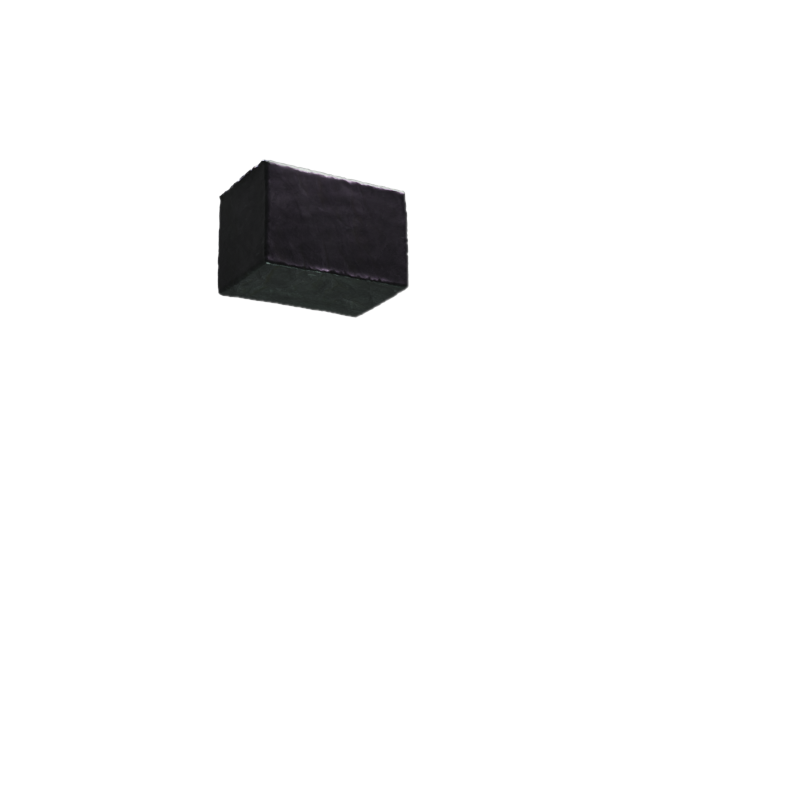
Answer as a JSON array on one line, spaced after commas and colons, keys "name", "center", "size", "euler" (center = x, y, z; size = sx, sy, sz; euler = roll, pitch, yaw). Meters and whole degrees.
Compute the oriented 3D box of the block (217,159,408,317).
[{"name": "block", "center": [-0.041, -0.075, 0.528], "size": [0.075, 0.054, 0.053], "euler": [9, -20, -29]}]
